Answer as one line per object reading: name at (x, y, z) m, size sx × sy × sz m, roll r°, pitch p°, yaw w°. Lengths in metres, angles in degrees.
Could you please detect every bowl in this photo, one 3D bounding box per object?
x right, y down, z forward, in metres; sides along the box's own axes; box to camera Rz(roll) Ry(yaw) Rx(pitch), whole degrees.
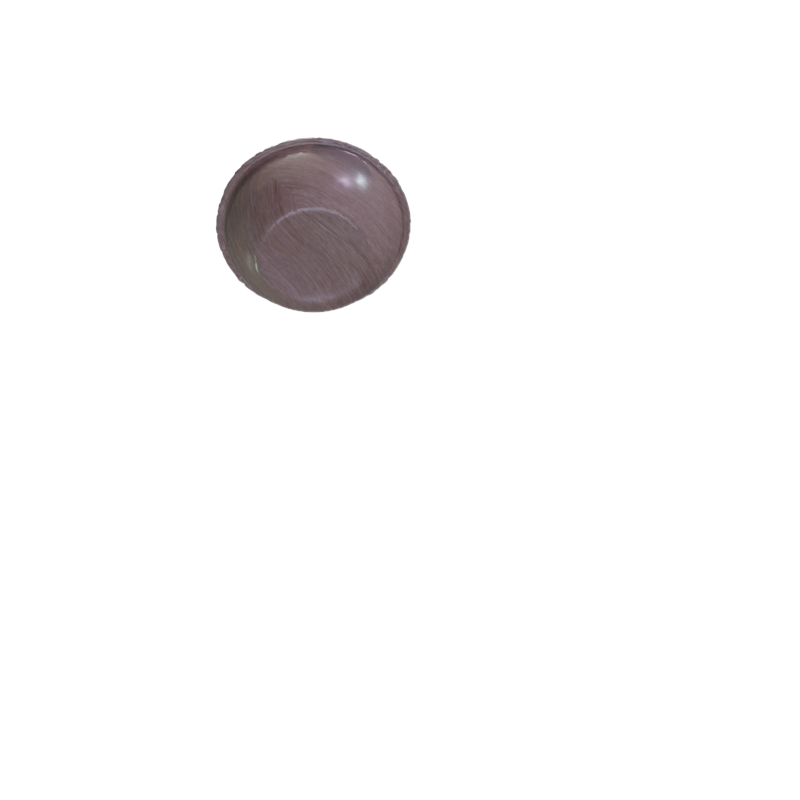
bowl at (-0.070, -0.128, 0.899) m, size 0.162 × 0.152 × 0.058 m, roll 1°, pitch 31°, yaw -1°
